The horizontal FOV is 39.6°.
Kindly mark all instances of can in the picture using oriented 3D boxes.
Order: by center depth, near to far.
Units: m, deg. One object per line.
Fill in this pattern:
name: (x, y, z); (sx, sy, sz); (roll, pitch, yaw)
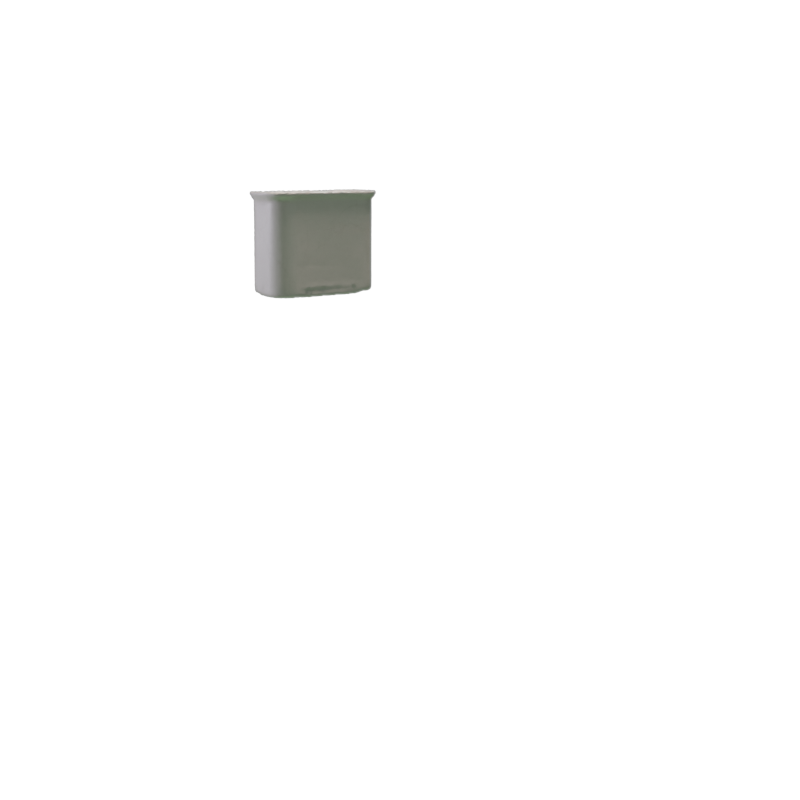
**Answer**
can: (-0.071, -0.129, 0.904); (0.099, 0.083, 0.060); (-6, 9, -33)
